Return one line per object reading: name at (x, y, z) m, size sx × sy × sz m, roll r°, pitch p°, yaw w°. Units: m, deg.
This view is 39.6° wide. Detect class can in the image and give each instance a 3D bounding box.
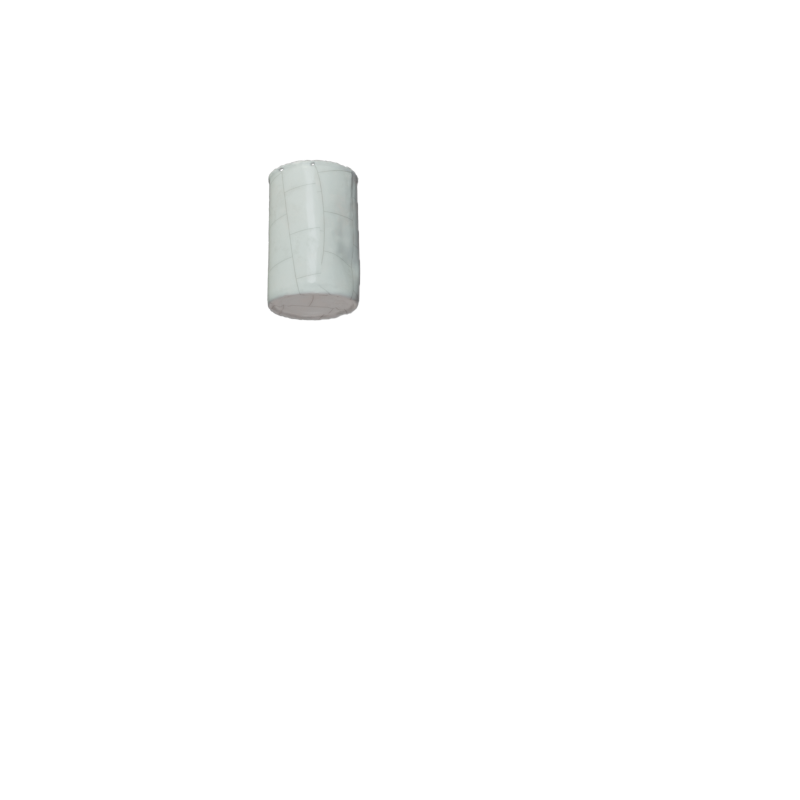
can at (-0.064, -0.117, 0.818) m, size 0.068 × 0.107 × 0.066 m, roll 0°, pitch -18°, yaw -2°
